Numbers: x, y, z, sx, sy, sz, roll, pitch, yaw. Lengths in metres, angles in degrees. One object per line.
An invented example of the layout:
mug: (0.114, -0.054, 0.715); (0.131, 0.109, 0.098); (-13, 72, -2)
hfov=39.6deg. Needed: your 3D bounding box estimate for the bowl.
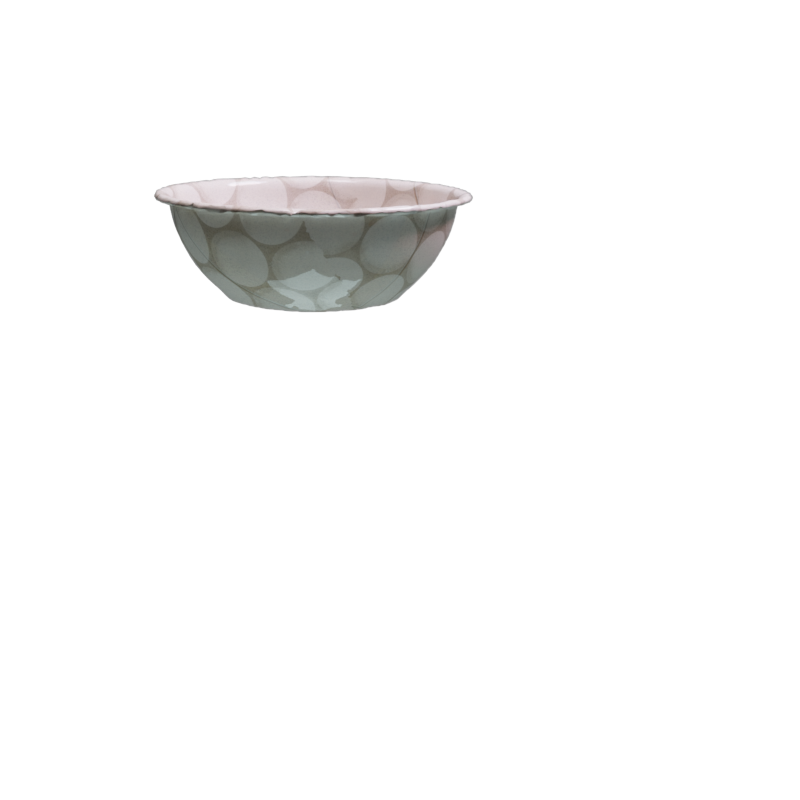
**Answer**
bowl: (-0.045, -0.081, 0.571); (0.162, 0.053, 0.167); (-1, 16, -2)
